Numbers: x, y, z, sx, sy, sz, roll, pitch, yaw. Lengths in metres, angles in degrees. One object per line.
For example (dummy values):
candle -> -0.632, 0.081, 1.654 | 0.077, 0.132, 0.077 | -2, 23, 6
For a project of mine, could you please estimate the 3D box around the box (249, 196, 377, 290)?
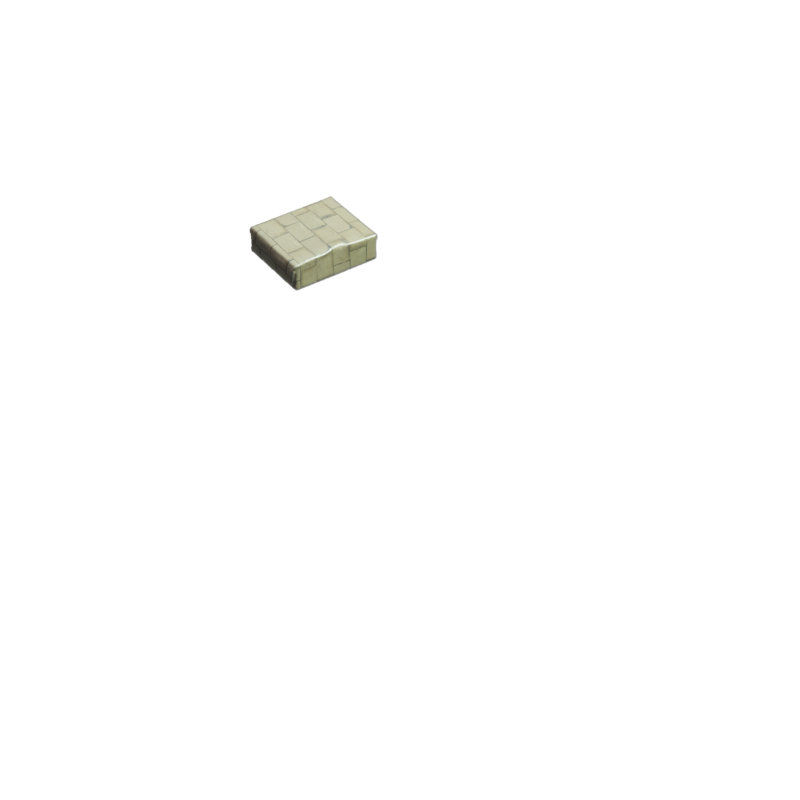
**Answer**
box -> -0.076, -0.139, 0.971 | 0.089, 0.028, 0.079 | -24, 46, -26
